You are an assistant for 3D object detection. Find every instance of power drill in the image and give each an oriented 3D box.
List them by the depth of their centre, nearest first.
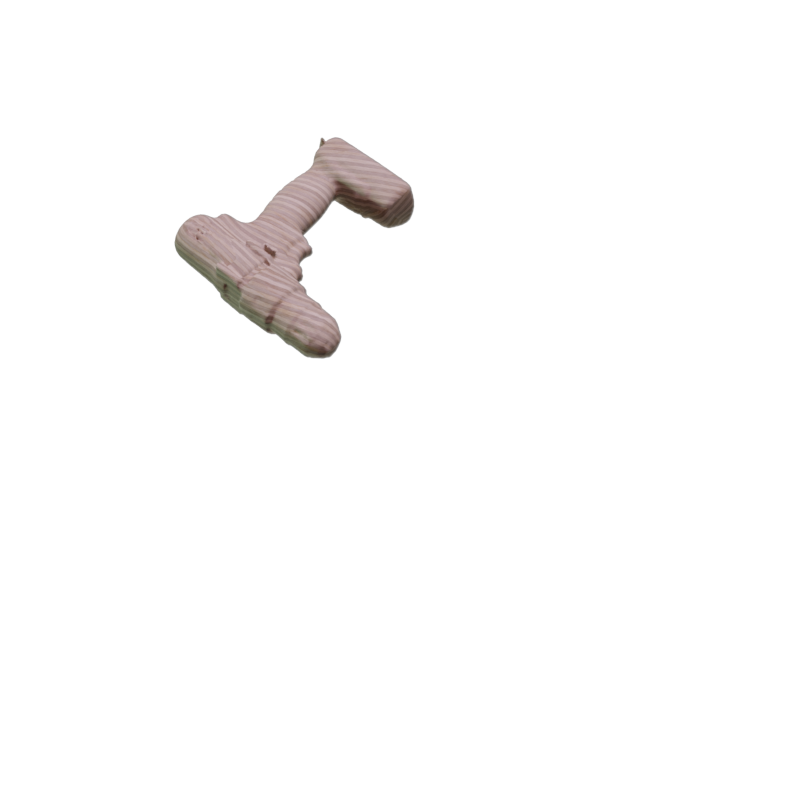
[{"bbox_3d":[-0.076,-0.139,0.971,0.195,0.054,0.190,38,62,24],"label":"power drill"}]
